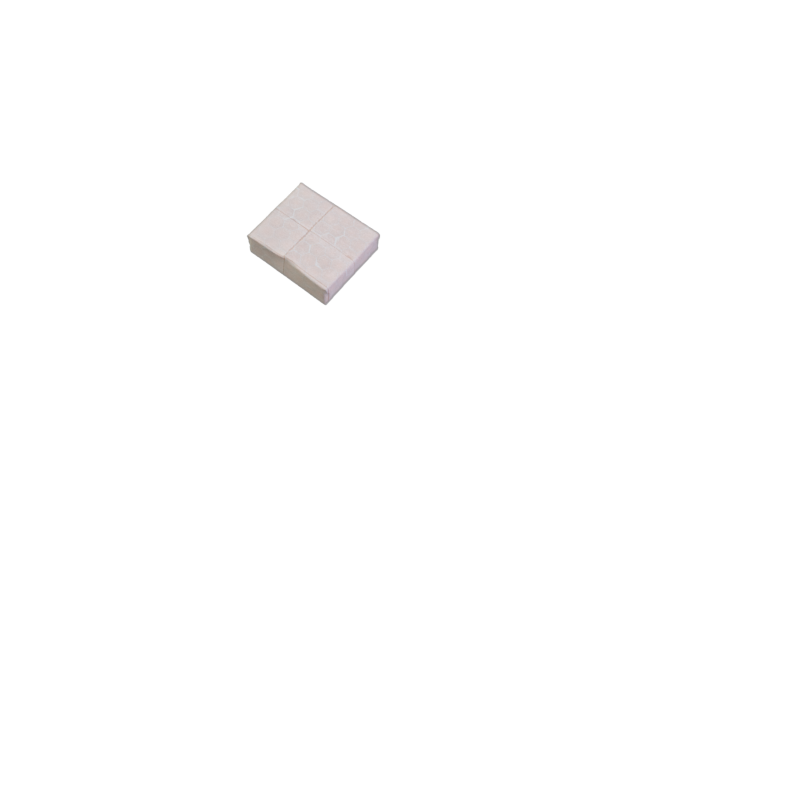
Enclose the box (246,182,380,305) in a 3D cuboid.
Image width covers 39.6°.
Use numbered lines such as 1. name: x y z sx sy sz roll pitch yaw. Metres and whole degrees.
1. box: -0.074 -0.135 0.948 0.093 0.074 0.028 35 -24 18
